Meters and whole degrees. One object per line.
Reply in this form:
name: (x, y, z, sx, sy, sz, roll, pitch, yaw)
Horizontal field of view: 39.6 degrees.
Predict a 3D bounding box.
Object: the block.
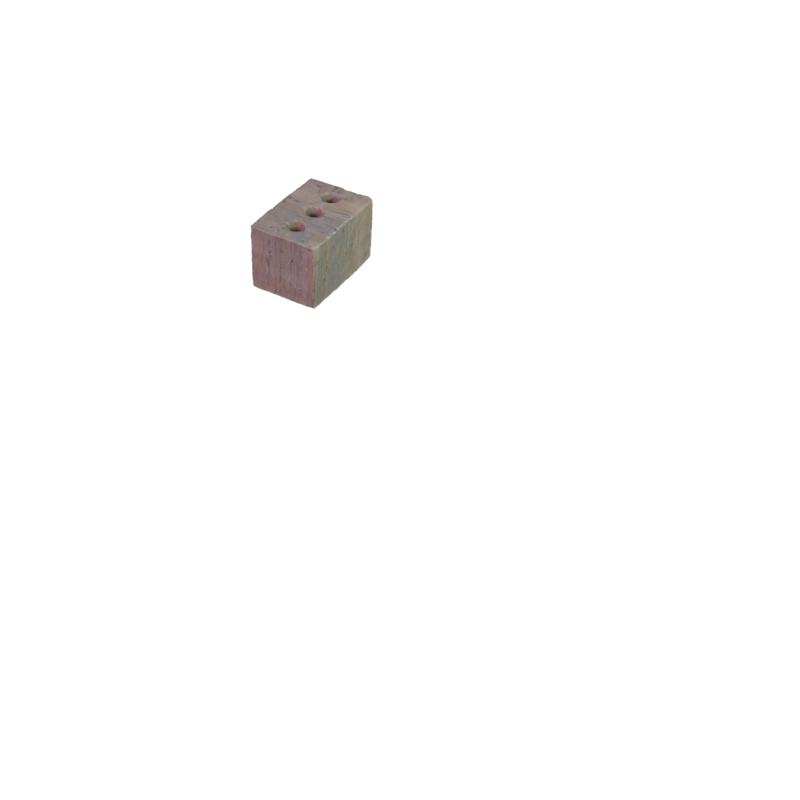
block: (-0.060, -0.109, 0.766, 0.055, 0.048, 0.080, 20, 42, 22)
